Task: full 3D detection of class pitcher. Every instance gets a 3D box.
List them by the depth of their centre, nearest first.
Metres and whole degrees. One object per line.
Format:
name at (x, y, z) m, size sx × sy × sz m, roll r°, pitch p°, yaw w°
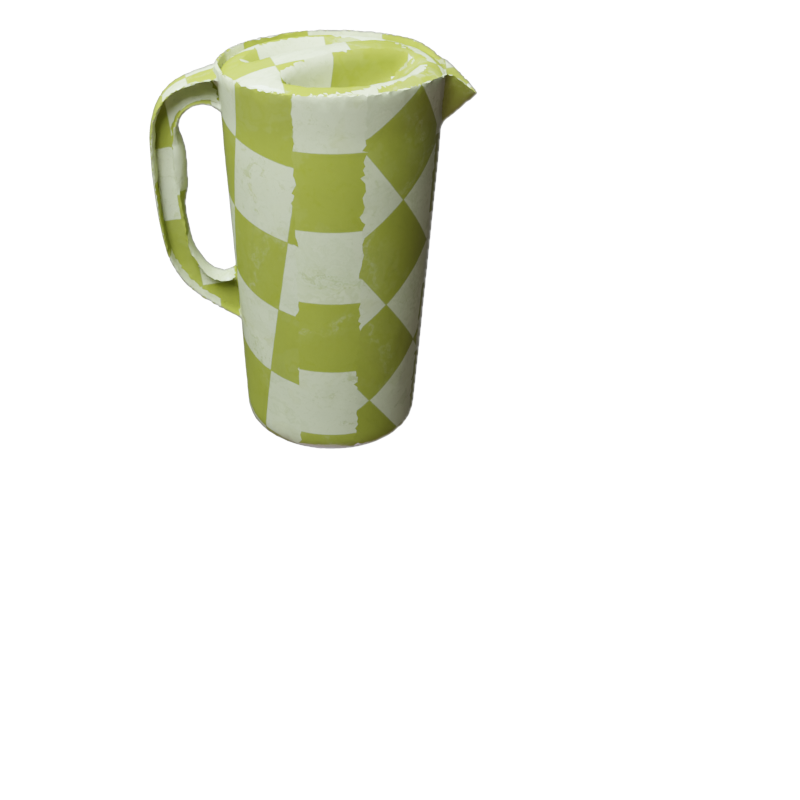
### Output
pitcher at (-0.053, -0.097, 0.677) m, size 0.158 × 0.230 × 0.145 m, roll 22°, pitch 34°, yaw 33°
